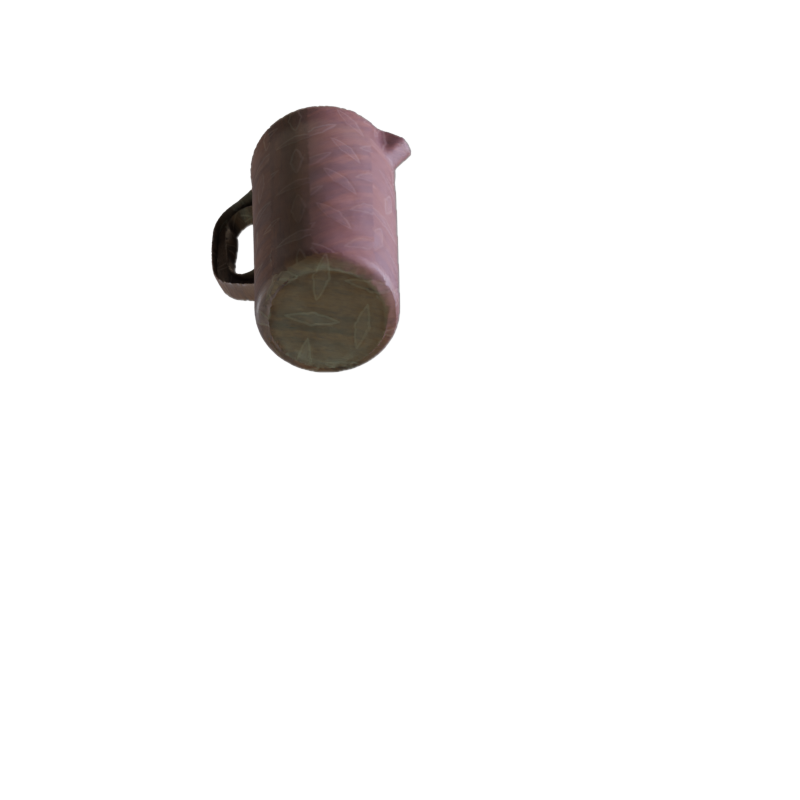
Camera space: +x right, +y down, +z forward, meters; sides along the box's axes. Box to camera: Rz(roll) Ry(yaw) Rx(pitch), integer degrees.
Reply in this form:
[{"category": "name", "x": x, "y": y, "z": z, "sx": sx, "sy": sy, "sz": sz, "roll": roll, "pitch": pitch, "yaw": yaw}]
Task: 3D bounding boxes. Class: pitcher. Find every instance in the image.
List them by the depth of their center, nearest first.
[{"category": "pitcher", "x": -0.072, "y": -0.130, "z": 0.914, "sx": 0.141, "sy": 0.143, "sz": 0.260, "roll": 17, "pitch": 33, "yaw": -15}]
